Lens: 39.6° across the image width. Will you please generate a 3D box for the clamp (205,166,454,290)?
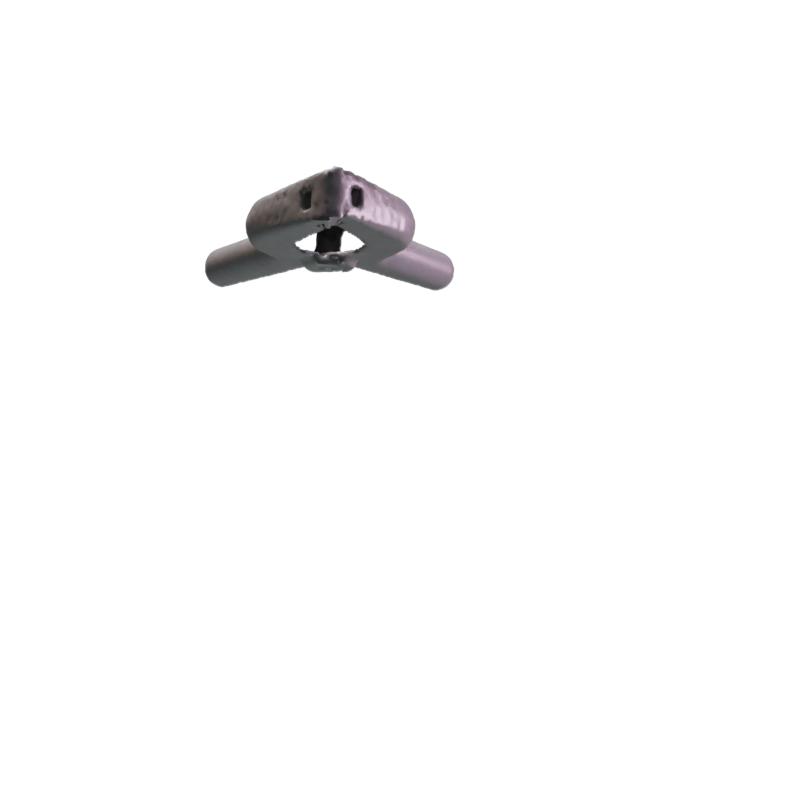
[{"bbox_3d":[-0.052,-0.094,0.658,0.166,0.037,0.204,0,-5,5],"label":"clamp"}]
